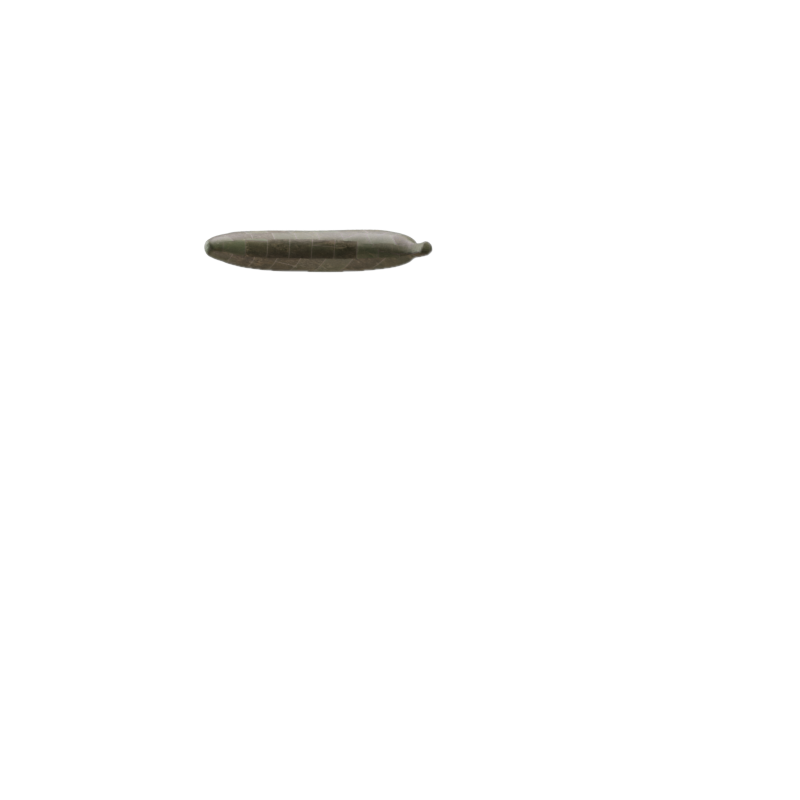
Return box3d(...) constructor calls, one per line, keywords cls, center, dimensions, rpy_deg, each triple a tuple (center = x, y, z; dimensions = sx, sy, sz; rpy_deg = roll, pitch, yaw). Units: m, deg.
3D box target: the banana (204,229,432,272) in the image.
box3d(cls="banana", center=(-0.071, -0.136, 0.985), dimensions=(0.199, 0.038, 0.067), rpy_deg=(-1, -10, 5))
